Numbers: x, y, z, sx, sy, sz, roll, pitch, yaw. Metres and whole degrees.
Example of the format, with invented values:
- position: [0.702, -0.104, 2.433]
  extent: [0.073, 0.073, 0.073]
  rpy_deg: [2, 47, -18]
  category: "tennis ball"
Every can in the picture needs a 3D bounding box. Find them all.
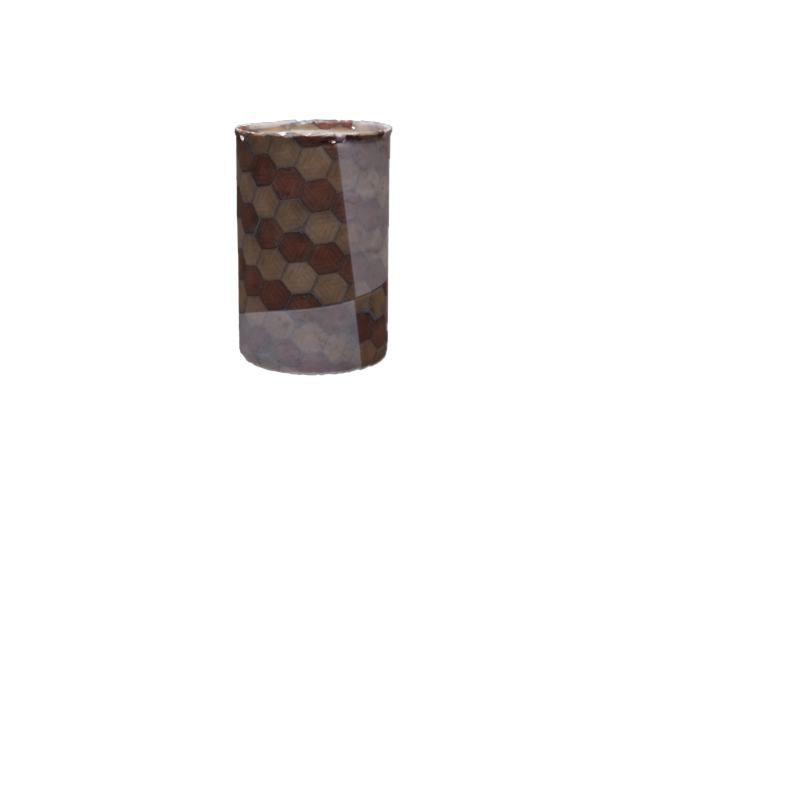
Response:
- position: [-0.038, -0.069, 0.487]
  extent: [0.068, 0.099, 0.071]
  rpy_deg: [0, 14, -2]
  category: "can"
